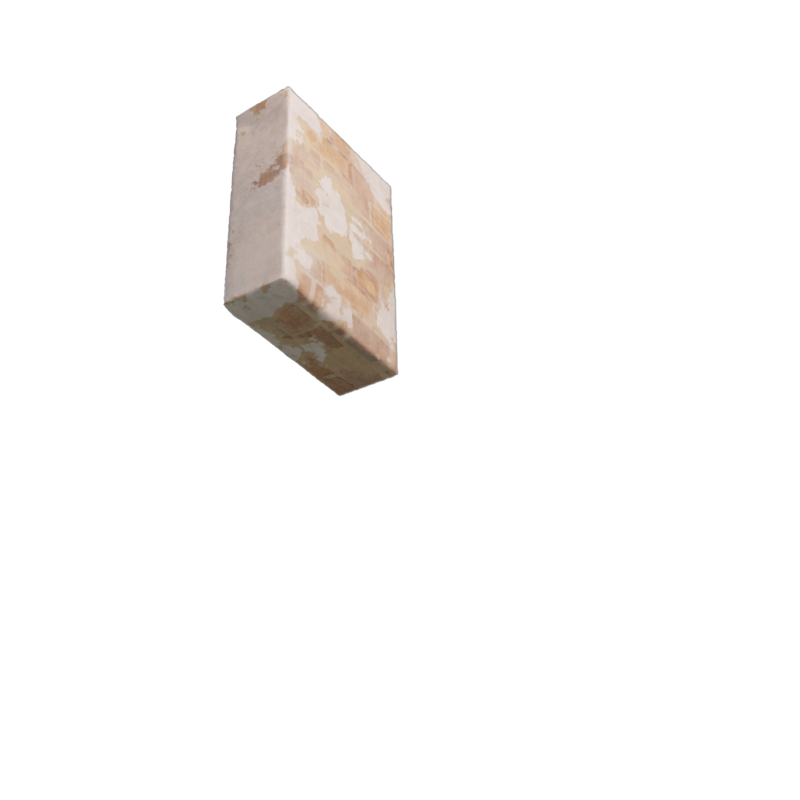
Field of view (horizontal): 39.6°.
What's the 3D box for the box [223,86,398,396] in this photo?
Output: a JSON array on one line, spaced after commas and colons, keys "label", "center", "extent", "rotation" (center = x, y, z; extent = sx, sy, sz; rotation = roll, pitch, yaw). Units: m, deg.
[{"label": "box", "center": [-0.075, -0.136, 0.954], "extent": [0.072, 0.229, 0.152], "rotation": [-24, -41, 26]}]
